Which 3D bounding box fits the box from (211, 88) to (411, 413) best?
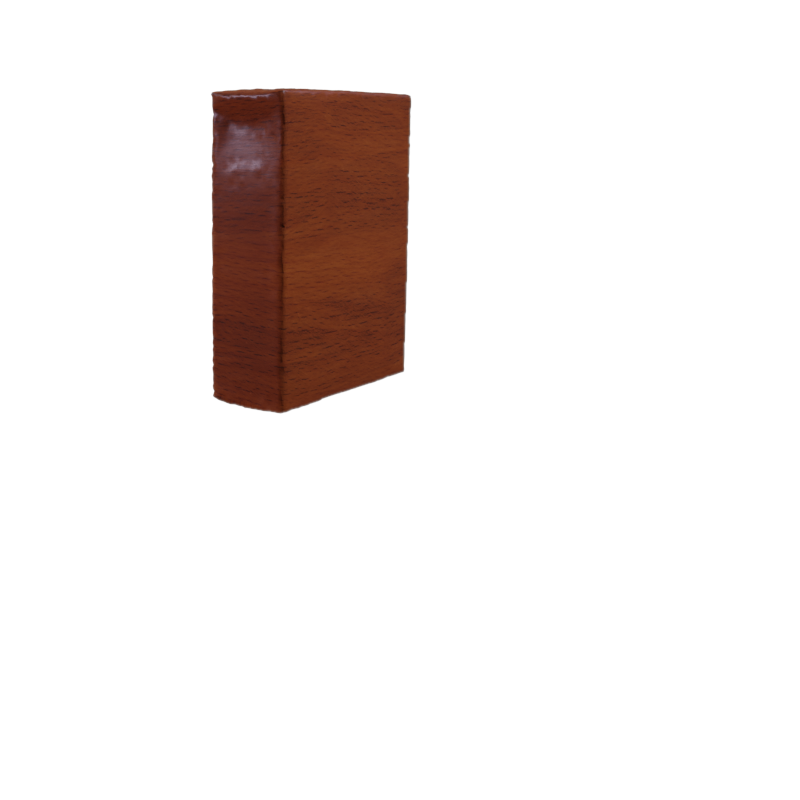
[{"bbox_3d":[-0.062,-0.114,0.795,0.075,0.210,0.160,4,10,32],"label":"box"}]
